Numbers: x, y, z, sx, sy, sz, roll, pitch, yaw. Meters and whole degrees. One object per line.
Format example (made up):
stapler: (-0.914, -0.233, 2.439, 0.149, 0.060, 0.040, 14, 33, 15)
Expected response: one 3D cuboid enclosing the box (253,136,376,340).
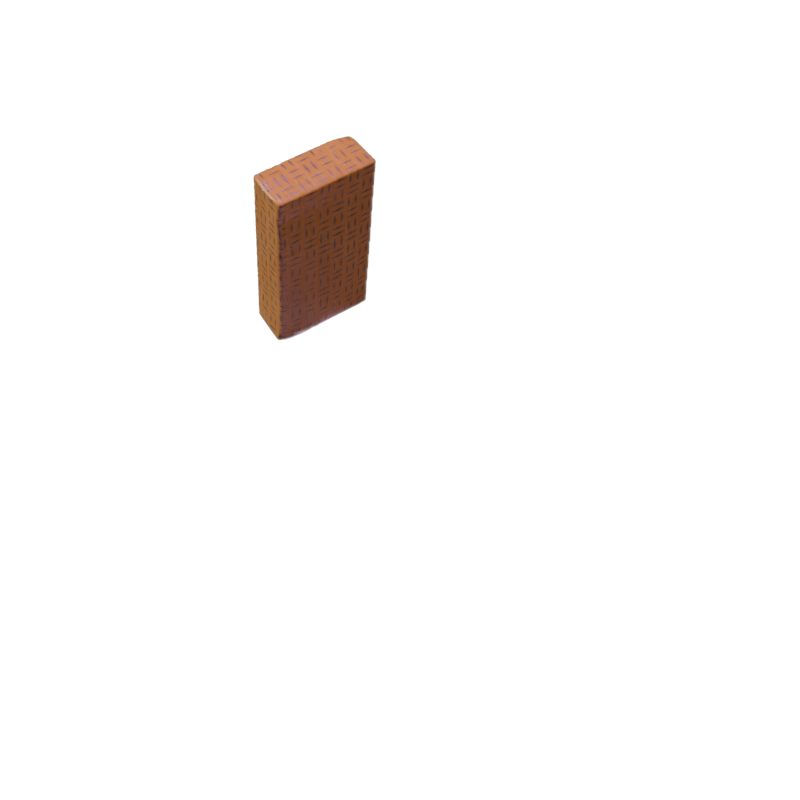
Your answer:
box: (-0.072, -0.132, 0.923, 0.093, 0.052, 0.164, -28, -32, -23)
